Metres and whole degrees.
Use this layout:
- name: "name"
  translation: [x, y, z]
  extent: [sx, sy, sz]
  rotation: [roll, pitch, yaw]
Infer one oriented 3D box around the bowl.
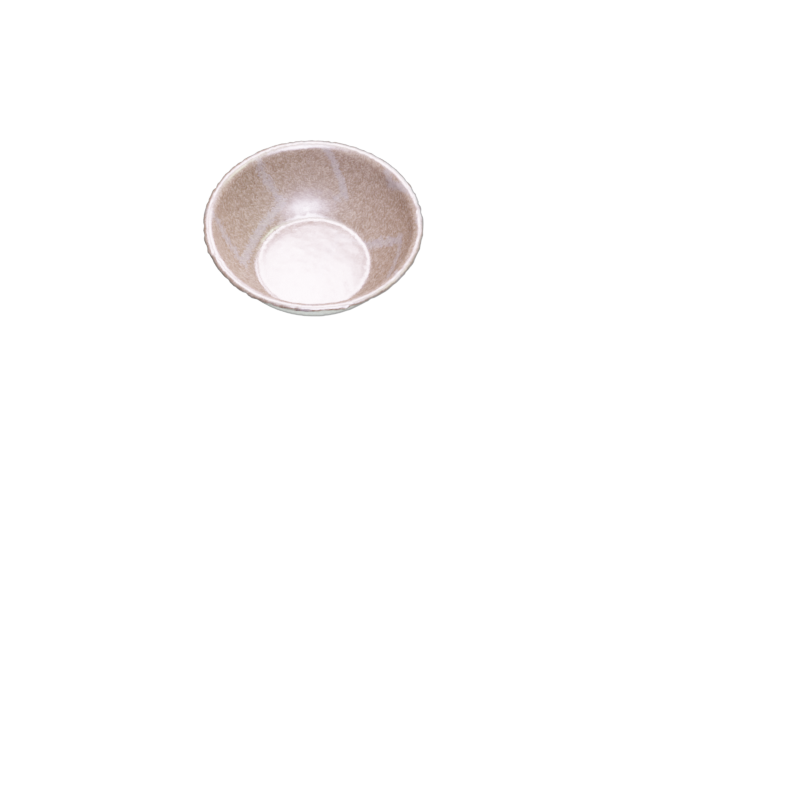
- name: "bowl"
  translation: [-0.065, -0.119, 0.832]
  extent: [0.162, 0.173, 0.051]
  rotation: [-1, -35, -1]
